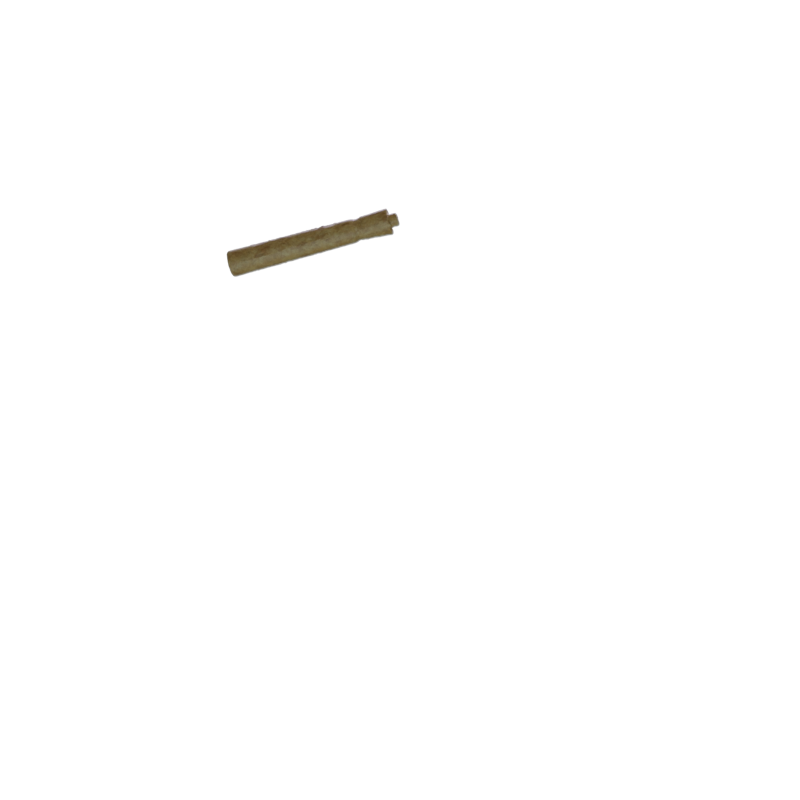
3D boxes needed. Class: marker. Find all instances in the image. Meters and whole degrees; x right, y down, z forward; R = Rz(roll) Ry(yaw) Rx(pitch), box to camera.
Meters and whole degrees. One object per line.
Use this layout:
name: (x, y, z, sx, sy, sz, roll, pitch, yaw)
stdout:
marker: (-0.060, -0.109, 0.766, 0.122, 0.020, 0.020, -14, 2, 8)
